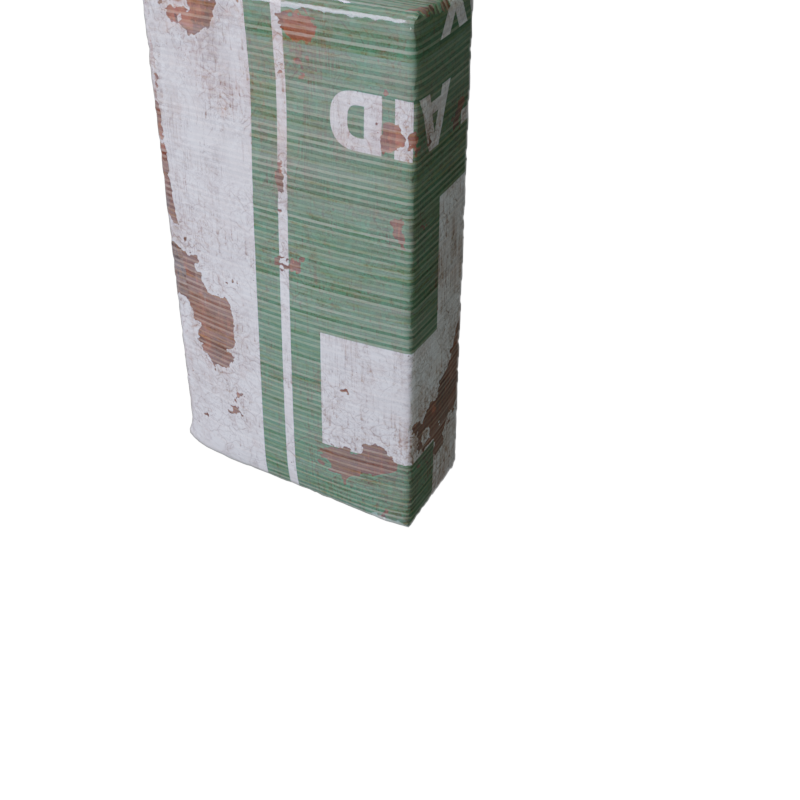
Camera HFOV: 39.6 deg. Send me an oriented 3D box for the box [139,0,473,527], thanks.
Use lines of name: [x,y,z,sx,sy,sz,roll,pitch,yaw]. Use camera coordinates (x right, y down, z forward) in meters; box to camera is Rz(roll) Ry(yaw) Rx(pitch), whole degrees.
box: [-0.028,-0.051,0.358,0.098,0.166,0.049,18,34,25]
